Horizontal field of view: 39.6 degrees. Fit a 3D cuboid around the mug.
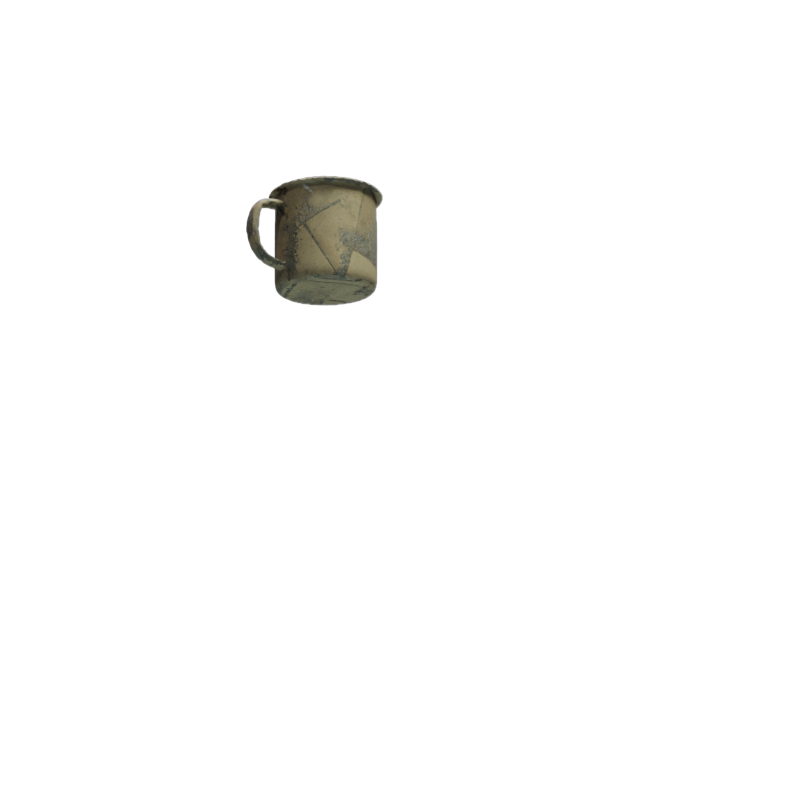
[{"bbox_3d":[-0.069,-0.126,0.883,0.112,0.085,0.094,10,-19,-35],"label":"mug"}]
